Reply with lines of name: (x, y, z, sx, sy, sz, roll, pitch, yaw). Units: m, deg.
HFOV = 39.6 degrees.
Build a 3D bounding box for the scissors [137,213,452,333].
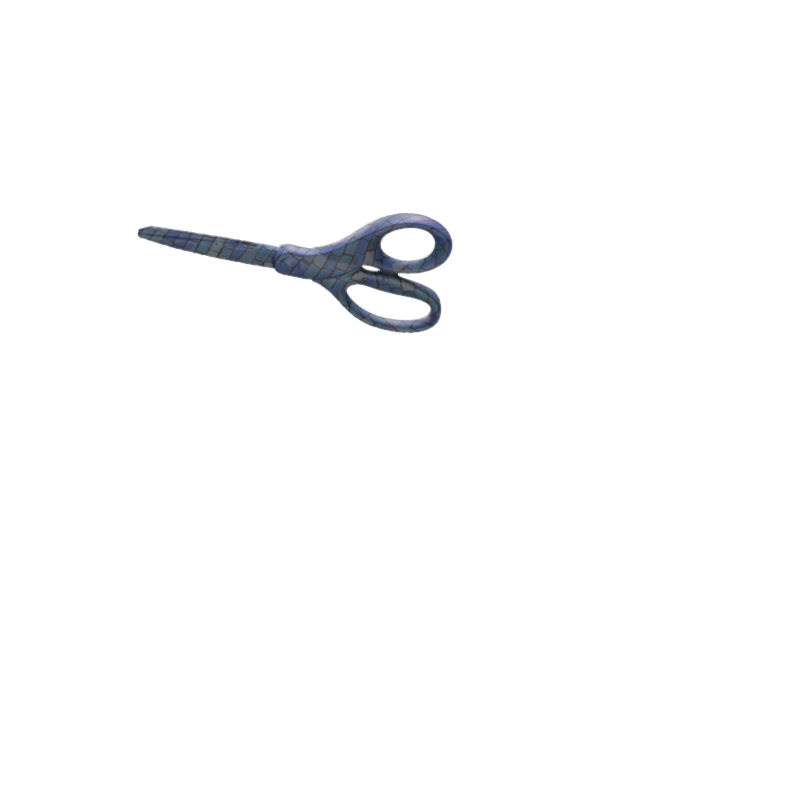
scissors: (-0.055, -0.100, 0.700, 0.195, 0.093, 0.017, 23, 32, -16)
